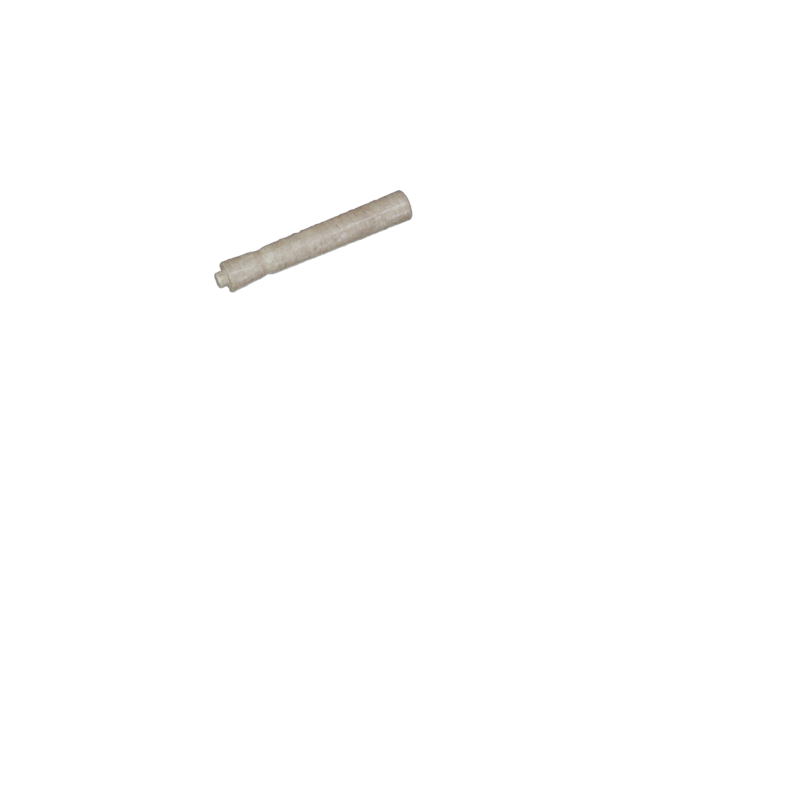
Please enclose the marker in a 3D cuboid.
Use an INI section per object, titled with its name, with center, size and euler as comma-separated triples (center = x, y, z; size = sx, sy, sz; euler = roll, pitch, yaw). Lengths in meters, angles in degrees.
[marker]
center = -0.050, -0.091, 0.635
size = 0.120, 0.019, 0.020
euler = -24, 11, -15
